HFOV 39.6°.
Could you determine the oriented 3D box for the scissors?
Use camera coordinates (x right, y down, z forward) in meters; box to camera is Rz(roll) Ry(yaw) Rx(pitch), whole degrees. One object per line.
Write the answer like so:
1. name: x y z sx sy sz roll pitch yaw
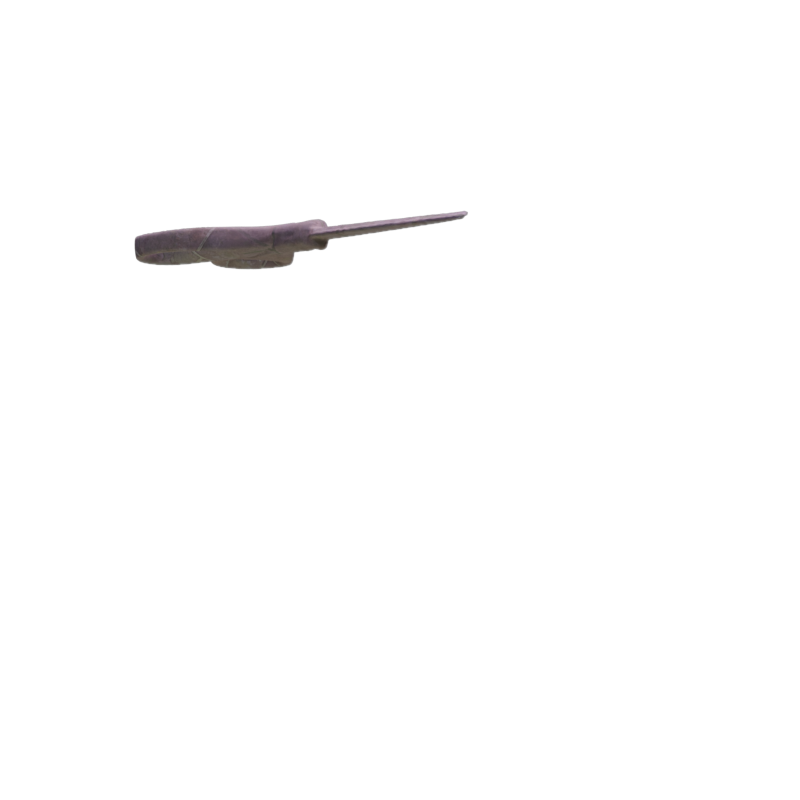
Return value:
1. scissors: -0.045 -0.083 0.580 0.208 0.016 0.092 0 0 26
